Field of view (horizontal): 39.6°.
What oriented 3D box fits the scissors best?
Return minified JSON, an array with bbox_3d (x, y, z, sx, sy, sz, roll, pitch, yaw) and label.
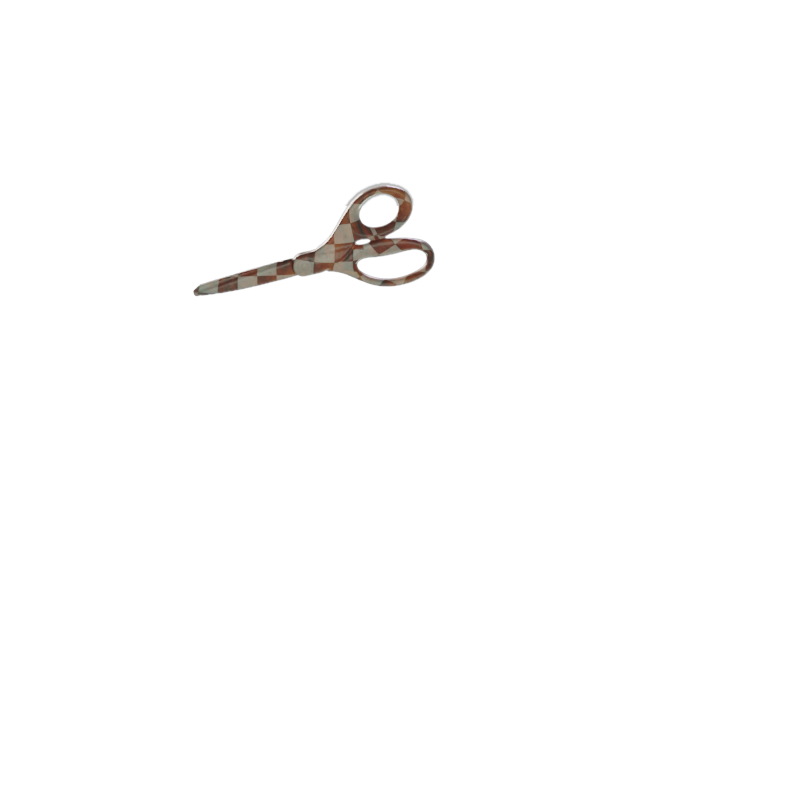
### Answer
[{"bbox_3d":[-0.072,-0.131,0.917,0.201,0.092,0.016,0,20,0],"label":"scissors"}]
